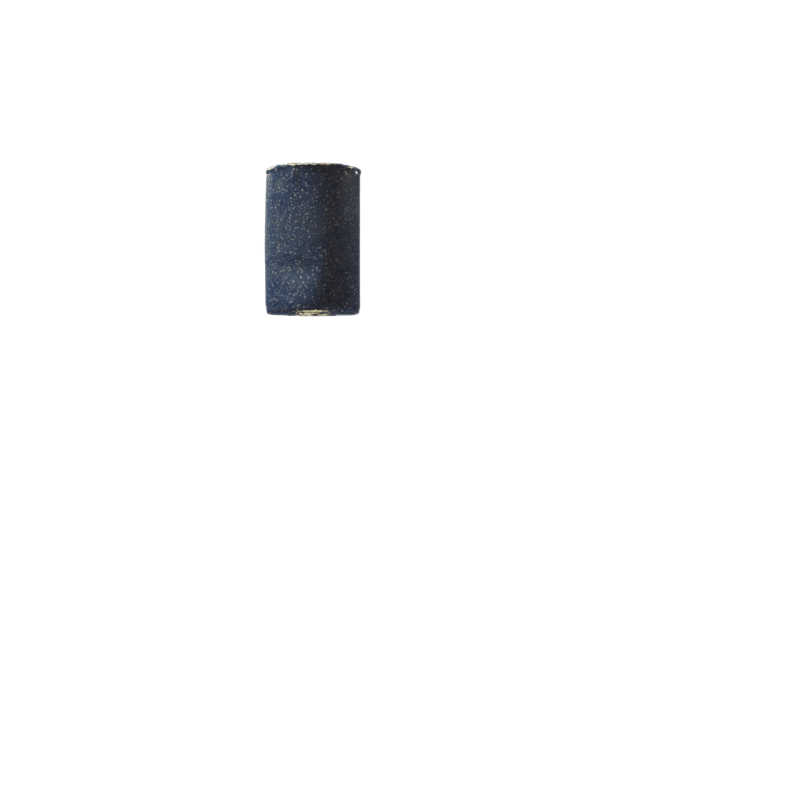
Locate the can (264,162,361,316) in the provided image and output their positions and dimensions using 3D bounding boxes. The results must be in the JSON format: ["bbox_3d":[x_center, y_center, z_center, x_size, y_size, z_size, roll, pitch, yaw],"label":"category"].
[{"bbox_3d":[-0.061,-0.111,0.780,0.068,0.104,0.068,0,-4,-2],"label":"can"}]
